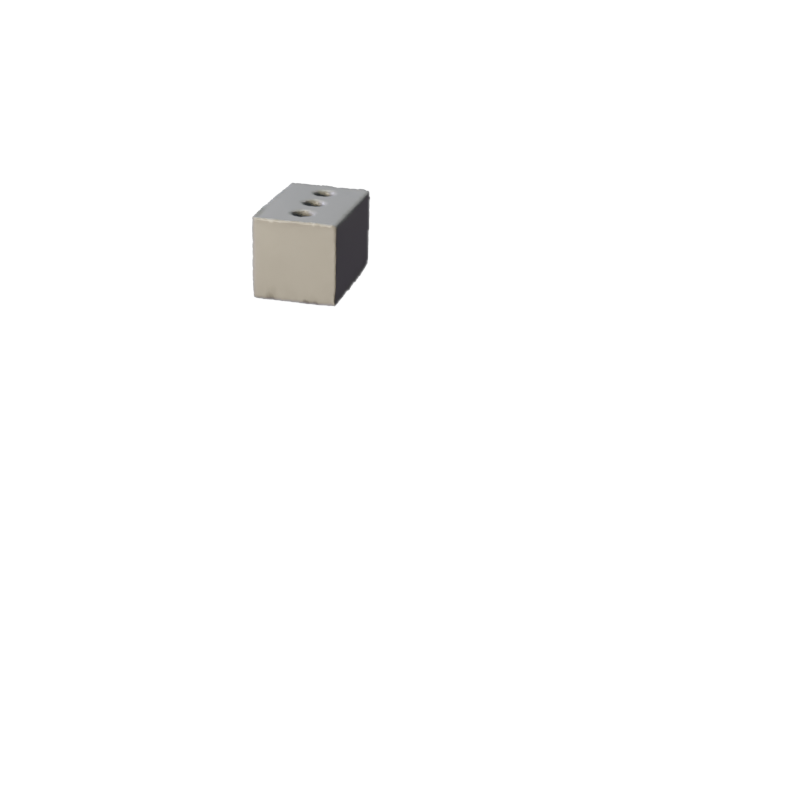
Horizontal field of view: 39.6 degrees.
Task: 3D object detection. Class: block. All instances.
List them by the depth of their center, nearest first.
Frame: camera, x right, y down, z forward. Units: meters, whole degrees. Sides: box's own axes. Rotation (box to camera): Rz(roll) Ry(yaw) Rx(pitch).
[{"bbox_3d":[-0.053,-0.096,0.673,0.054,0.049,0.080,6,25,12],"label":"block"}]
